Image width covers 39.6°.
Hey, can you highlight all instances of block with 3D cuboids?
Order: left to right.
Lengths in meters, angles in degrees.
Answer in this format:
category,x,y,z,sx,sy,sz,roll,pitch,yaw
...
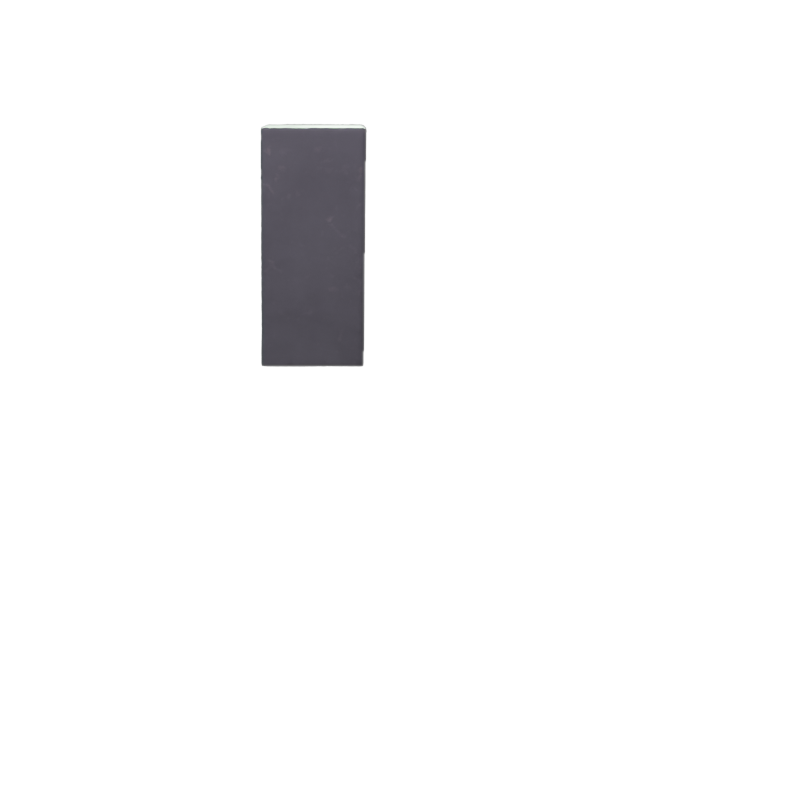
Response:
category,x,y,z,sx,sy,sz,roll,pitch,yaw
block,-0.076,-0.140,0.984,0.090,0.202,0.093,0,9,-2
